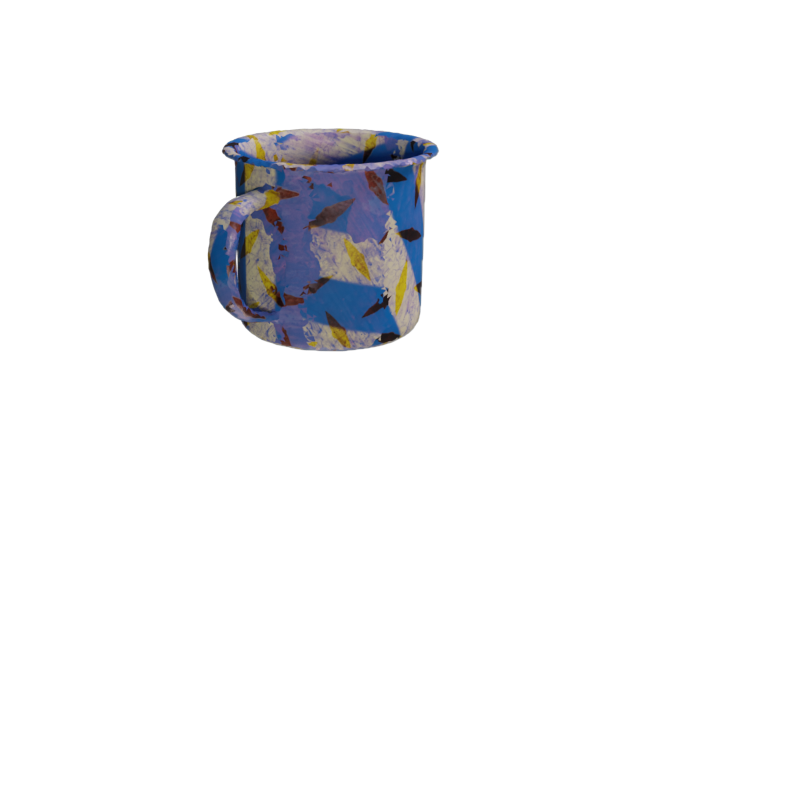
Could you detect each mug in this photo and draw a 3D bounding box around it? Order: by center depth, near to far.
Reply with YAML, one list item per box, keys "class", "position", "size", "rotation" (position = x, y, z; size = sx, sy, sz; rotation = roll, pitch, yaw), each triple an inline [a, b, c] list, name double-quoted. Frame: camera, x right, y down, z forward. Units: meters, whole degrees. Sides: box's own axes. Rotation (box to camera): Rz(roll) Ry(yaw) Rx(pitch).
- class: "mug"
  position: [-0.037, -0.068, 0.478]
  size: [0.098, 0.078, 0.116]
  rotation: [14, 24, 32]
